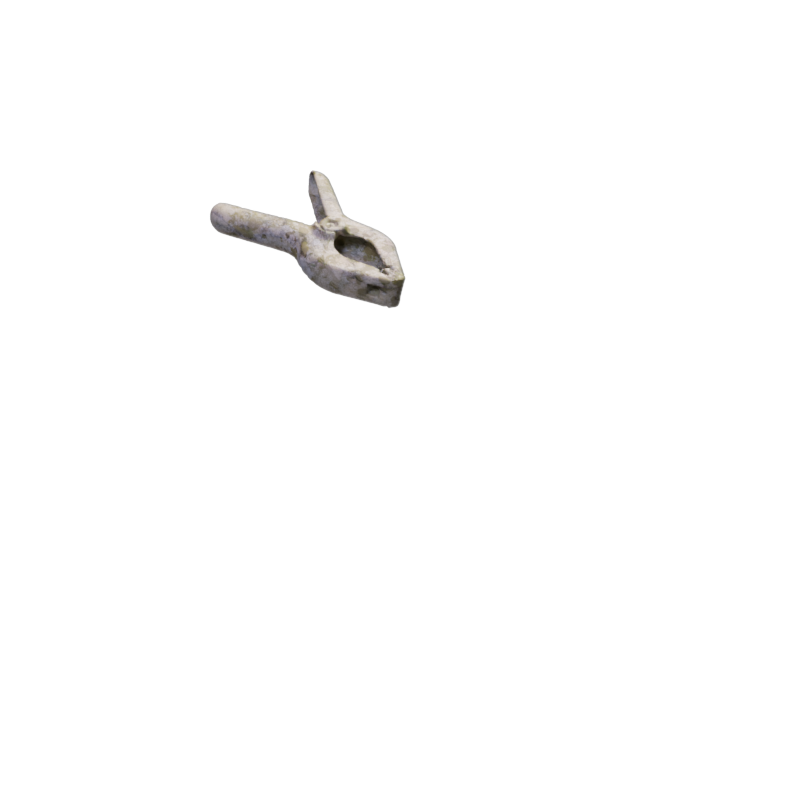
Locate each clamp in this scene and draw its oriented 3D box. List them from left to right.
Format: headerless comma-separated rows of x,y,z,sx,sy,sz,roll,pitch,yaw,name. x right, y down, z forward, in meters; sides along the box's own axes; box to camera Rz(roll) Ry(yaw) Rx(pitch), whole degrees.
-0.069,-0.127,0.886,0.119,0.037,0.185,-23,45,-25,clamp
